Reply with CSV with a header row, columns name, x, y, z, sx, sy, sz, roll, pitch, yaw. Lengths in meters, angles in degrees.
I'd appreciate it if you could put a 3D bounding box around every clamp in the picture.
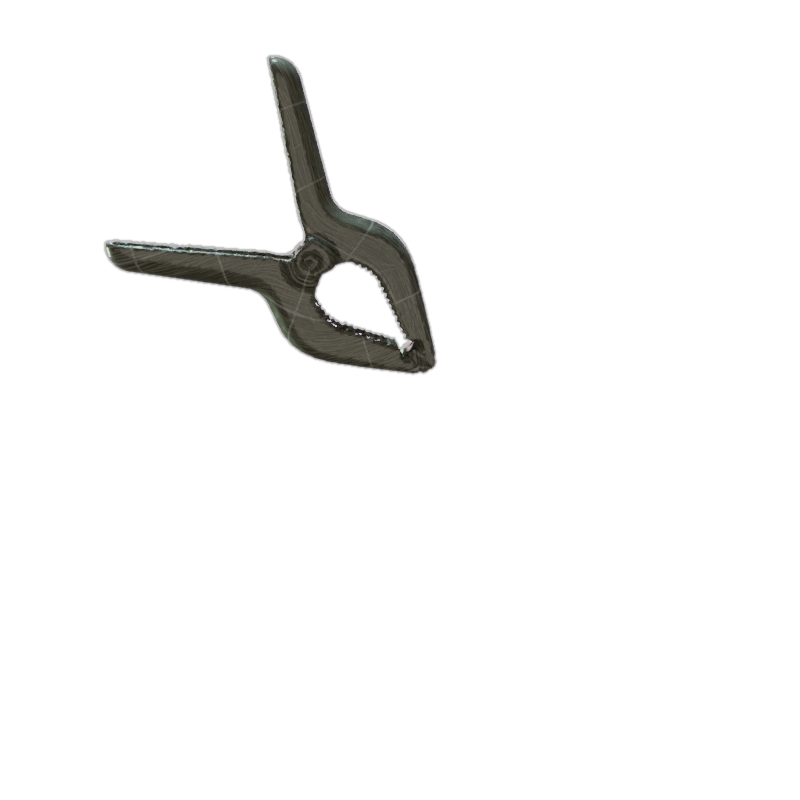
name,x,y,z,sx,sy,sz,roll,pitch,yaw
clamp,-0.054,-0.098,0.687,0.208,0.163,0.037,35,6,-5
